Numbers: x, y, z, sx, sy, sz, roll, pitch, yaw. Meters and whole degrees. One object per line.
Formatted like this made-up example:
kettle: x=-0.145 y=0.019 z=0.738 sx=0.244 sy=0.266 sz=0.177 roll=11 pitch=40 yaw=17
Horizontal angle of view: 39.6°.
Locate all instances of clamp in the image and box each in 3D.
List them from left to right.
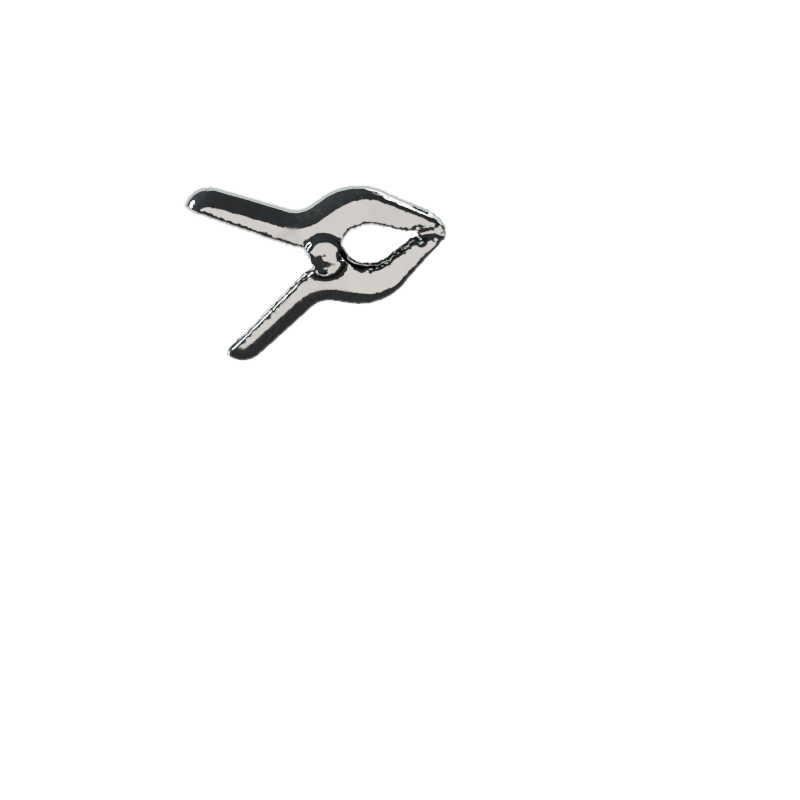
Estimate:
clamp: x=-0.058 y=-0.106 z=0.746 sx=0.172 sy=0.115 sz=0.041 roll=-21 pitch=18 yaw=7
